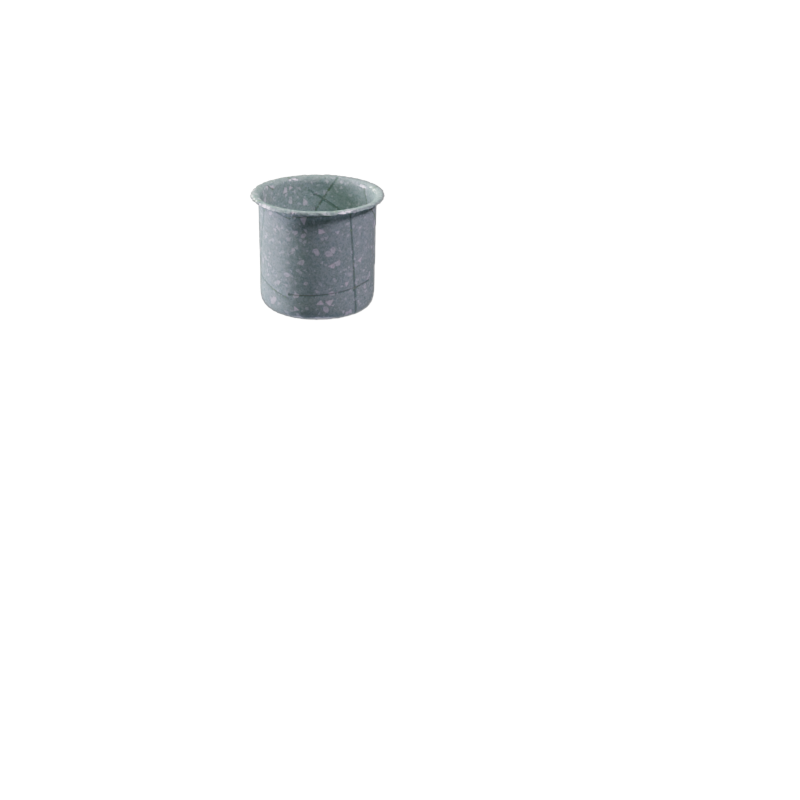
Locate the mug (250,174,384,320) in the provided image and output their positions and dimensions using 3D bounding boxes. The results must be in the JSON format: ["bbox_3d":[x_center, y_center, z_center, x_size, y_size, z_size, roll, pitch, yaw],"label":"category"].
[{"bbox_3d":[-0.062,-0.113,0.794,0.092,0.078,0.125,-6,26,-16],"label":"mug"}]
